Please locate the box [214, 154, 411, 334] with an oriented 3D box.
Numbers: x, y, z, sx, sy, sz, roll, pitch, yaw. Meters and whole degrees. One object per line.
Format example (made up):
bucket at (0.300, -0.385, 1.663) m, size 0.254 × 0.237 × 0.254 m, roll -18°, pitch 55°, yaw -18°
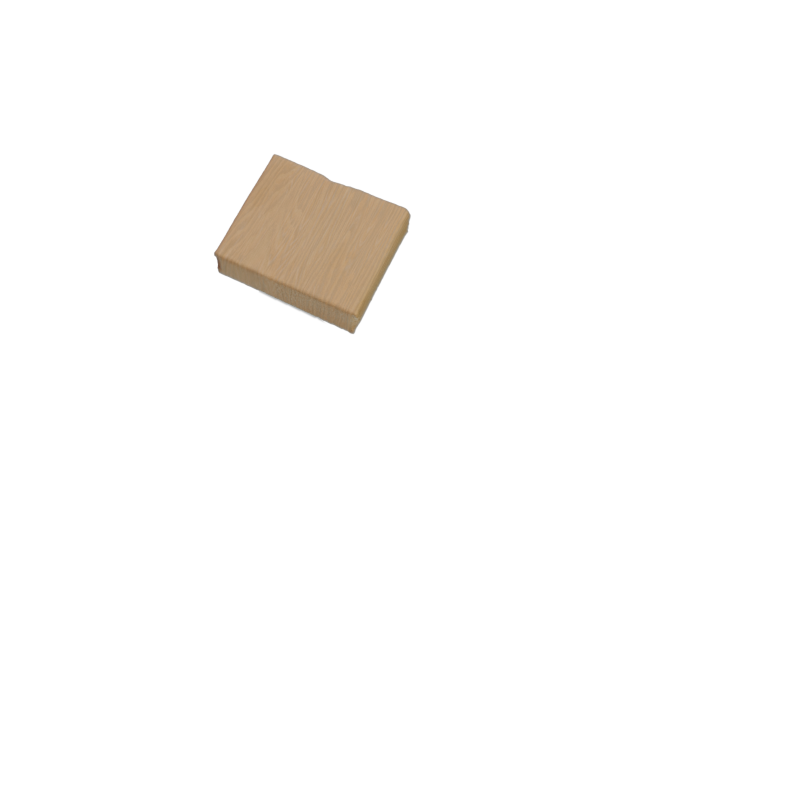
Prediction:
box at (-0.049, -0.090, 0.629) m, size 0.091 × 0.075 × 0.028 m, roll 24°, pitch -23°, yaw 10°
